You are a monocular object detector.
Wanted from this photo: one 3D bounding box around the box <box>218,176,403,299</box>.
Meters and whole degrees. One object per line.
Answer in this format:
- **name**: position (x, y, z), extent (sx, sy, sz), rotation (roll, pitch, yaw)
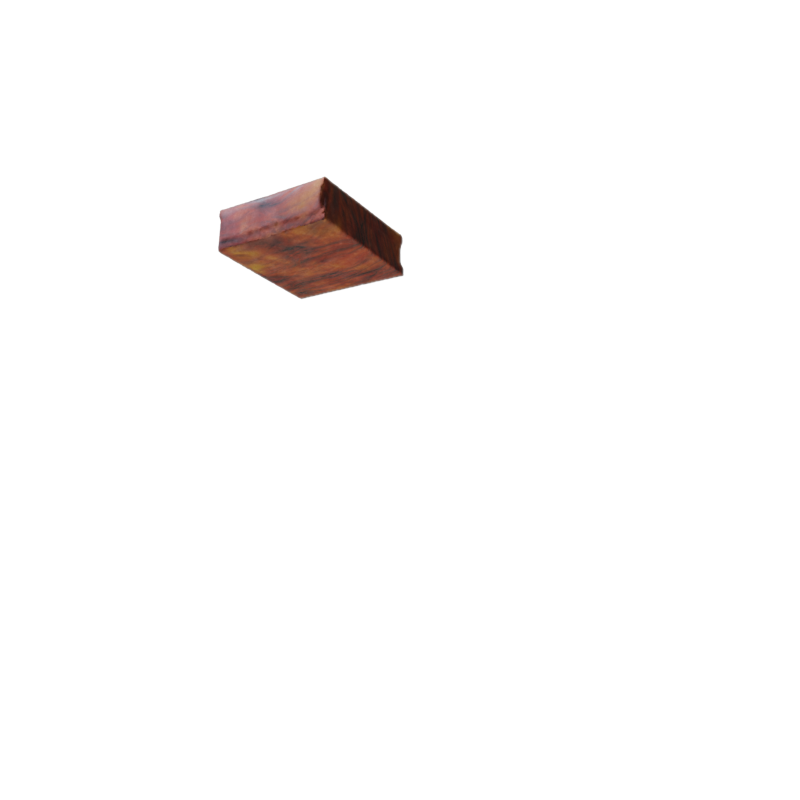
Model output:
- **box**: position (-0.050, -0.092, 0.644), extent (0.074, 0.032, 0.083), rotation (-12, -22, 30)
